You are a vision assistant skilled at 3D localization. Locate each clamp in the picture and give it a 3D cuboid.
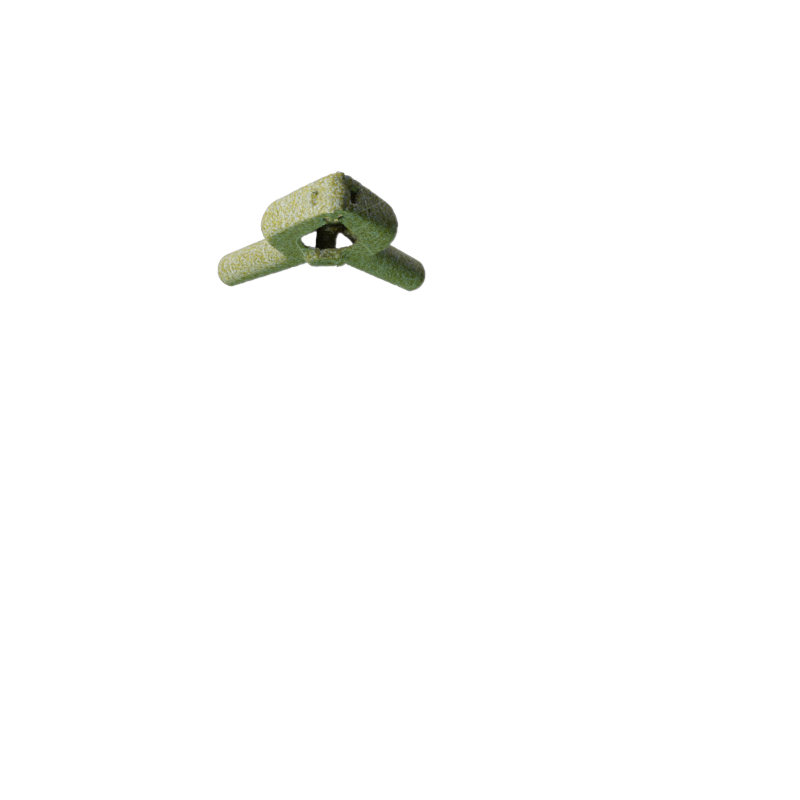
[{"bbox_3d":[-0.063,-0.115,0.805,0.165,0.038,0.202,0,-10,2],"label":"clamp"}]
